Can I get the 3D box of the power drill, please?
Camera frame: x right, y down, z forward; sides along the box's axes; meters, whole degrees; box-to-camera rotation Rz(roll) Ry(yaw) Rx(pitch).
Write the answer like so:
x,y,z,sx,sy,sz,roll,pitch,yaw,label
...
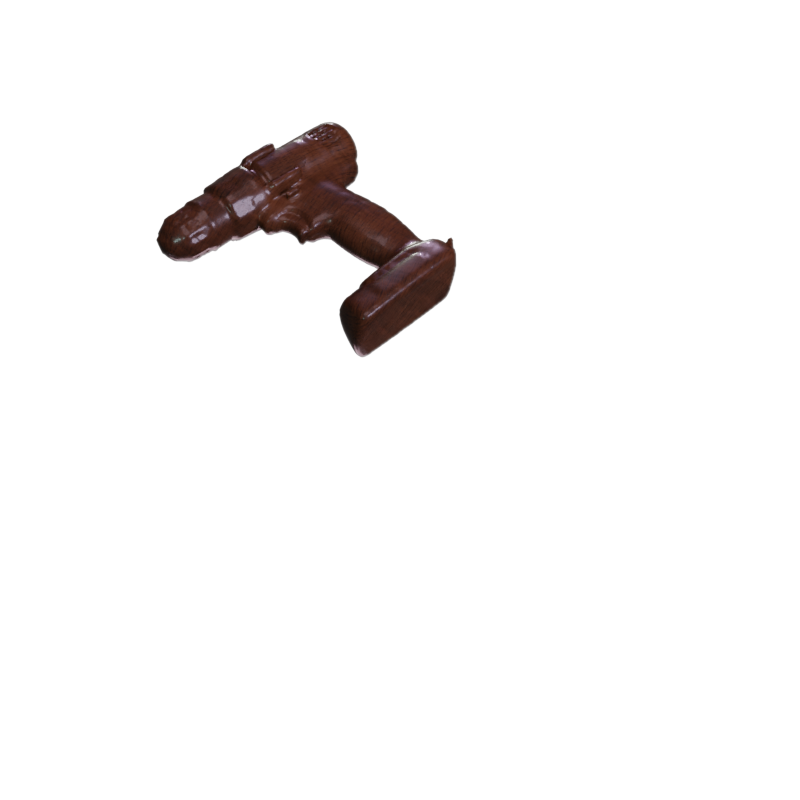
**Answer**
x,y,z,sx,sy,sz,roll,pitch,yaw,label
-0.066,-0.120,0.843,0.185,0.200,0.054,-36,-28,-23,power drill
